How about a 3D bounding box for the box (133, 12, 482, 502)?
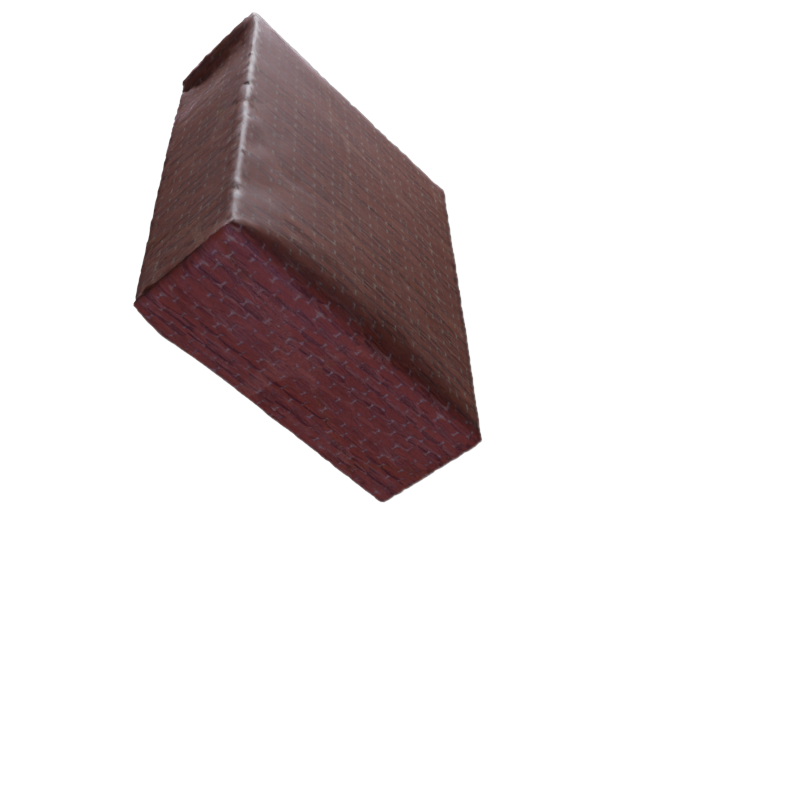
[{"bbox_3d":[-0.044,-0.081,0.565,0.071,0.229,0.154,-37,-58,24],"label":"box"}]
